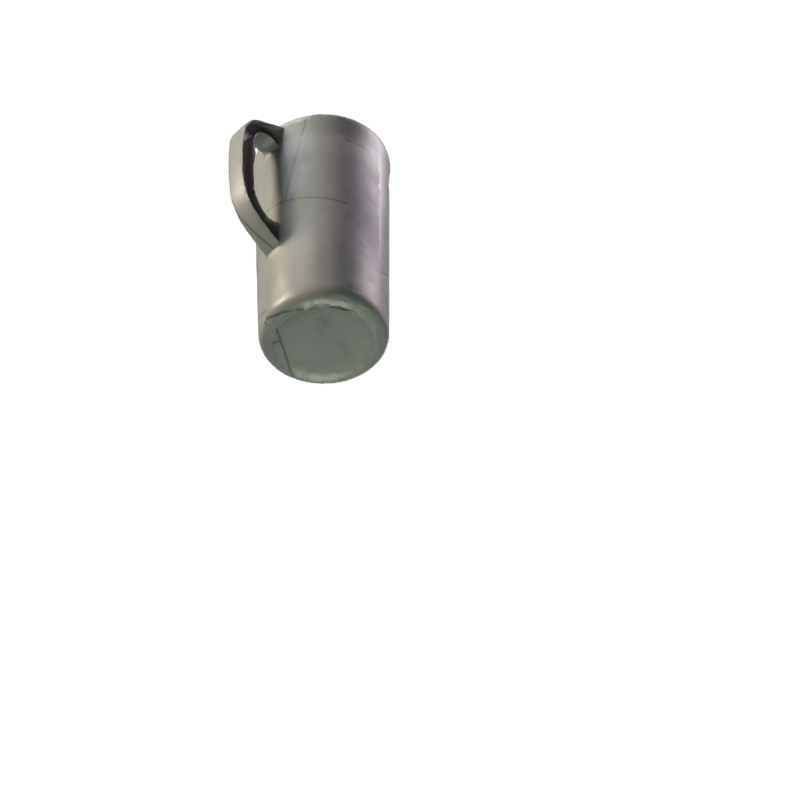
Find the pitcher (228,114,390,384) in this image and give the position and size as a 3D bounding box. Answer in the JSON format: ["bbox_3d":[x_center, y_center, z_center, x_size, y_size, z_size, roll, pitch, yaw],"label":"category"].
[{"bbox_3d":[-0.077,-0.141,0.988,0.149,0.135,0.261,-2,45,-2],"label":"pitcher"}]
